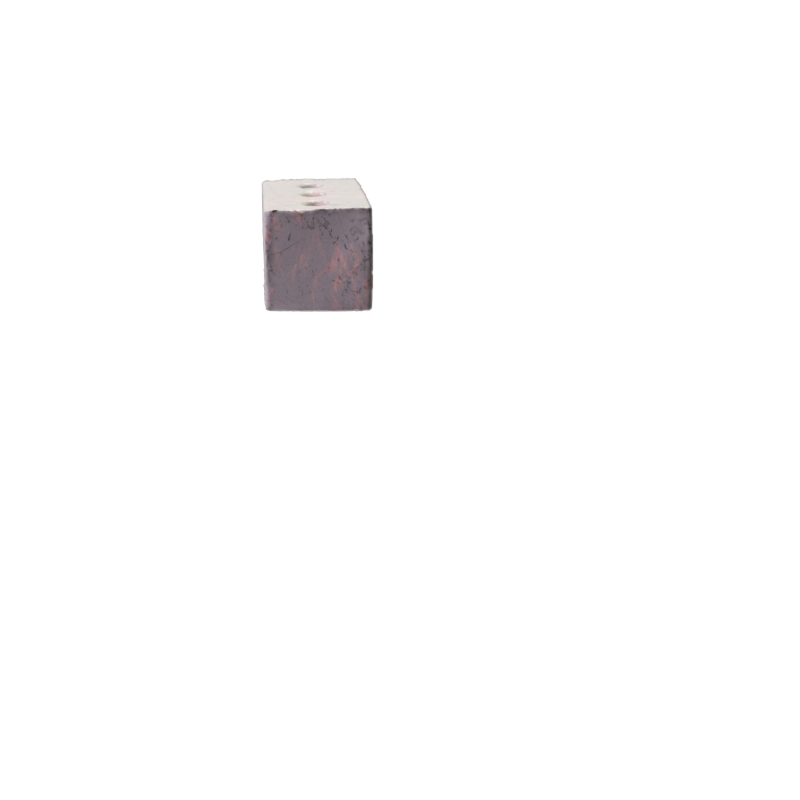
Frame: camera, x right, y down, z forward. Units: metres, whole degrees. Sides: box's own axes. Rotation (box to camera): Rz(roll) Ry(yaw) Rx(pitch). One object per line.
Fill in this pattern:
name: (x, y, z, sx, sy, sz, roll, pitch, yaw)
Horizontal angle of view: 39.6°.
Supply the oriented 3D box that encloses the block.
block: (-0.044, -0.080, 0.560, 0.052, 0.049, 0.082, -2, 19, -7)
